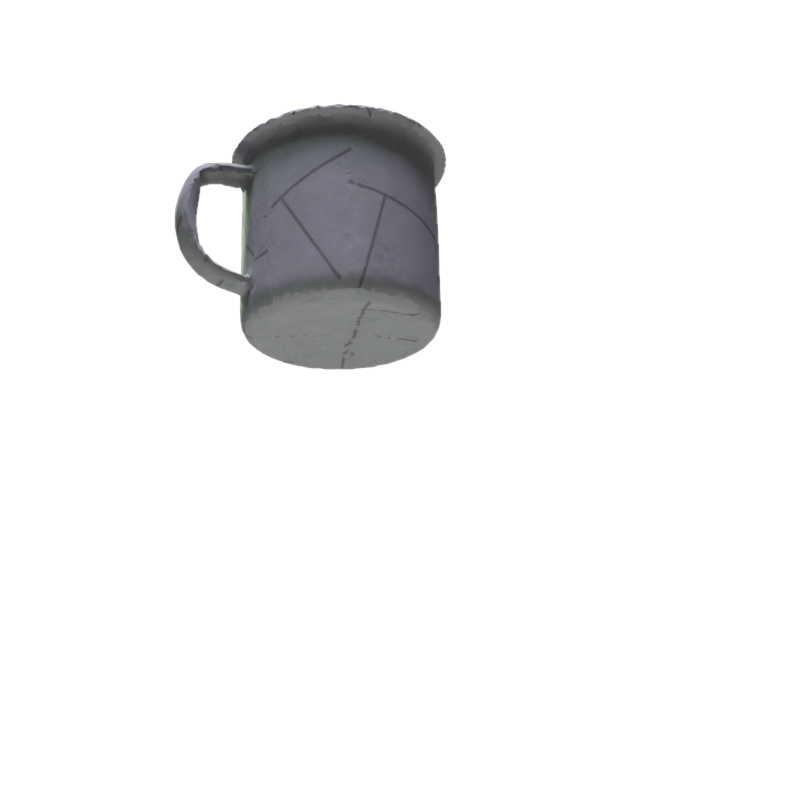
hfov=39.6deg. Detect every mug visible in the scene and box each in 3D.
[{"bbox_3d":[-0.036,-0.066,0.459,0.113,0.086,0.091,10,-26,-23],"label":"mug"}]
